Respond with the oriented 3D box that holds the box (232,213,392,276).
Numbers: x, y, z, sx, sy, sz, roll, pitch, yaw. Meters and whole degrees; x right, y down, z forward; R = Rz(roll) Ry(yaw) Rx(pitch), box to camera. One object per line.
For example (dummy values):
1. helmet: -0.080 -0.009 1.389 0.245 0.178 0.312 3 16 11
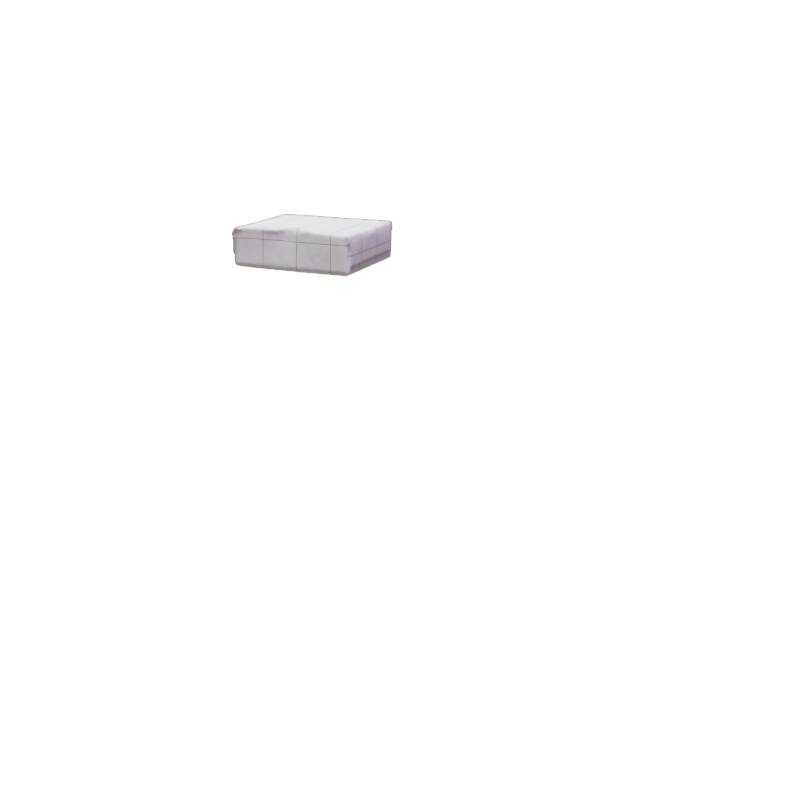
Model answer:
1. box: -0.060 -0.109 0.766 0.092 0.029 0.073 8 18 24
